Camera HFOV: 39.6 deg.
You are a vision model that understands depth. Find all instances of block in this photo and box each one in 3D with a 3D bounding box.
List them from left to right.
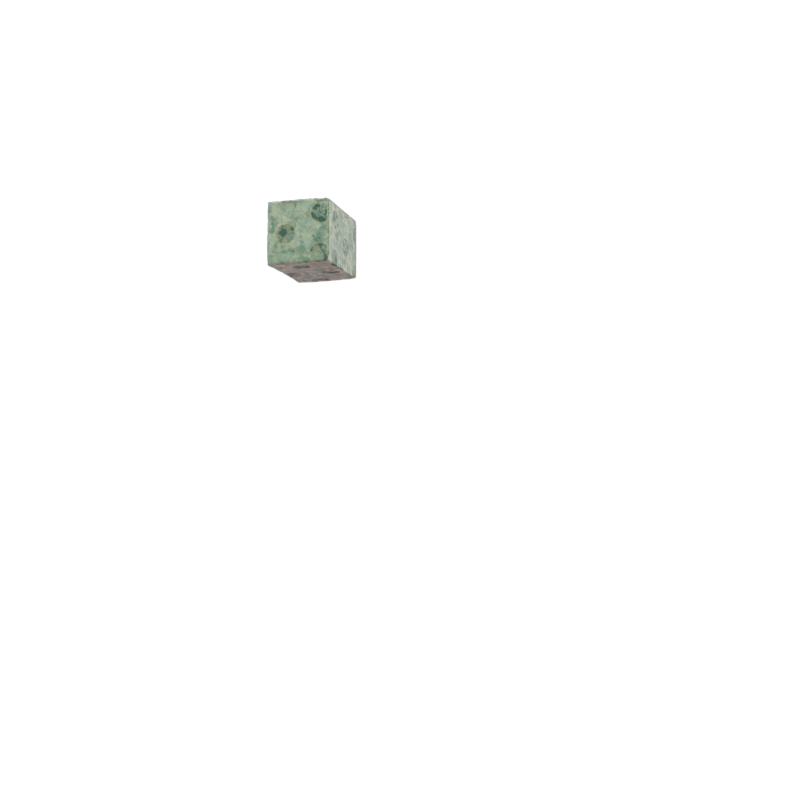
[{"bbox_3d":[-0.070,-0.127,0.892,0.054,0.053,0.075,-3,-8,14],"label":"block"}]
